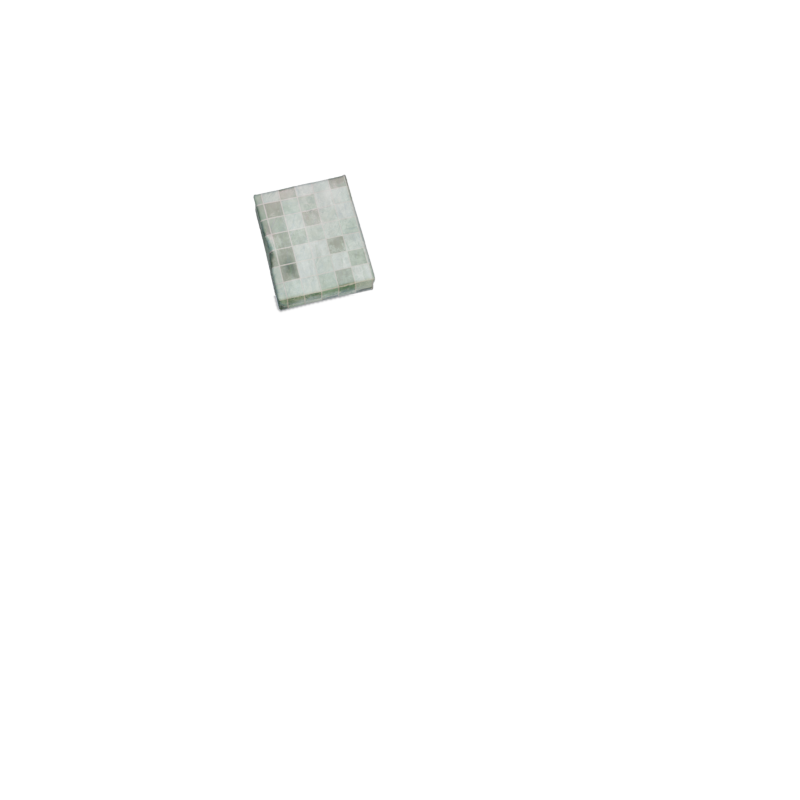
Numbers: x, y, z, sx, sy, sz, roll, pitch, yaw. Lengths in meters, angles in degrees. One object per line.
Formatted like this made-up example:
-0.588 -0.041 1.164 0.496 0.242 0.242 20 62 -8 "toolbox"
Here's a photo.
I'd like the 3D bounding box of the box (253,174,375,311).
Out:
-0.065 -0.119 0.830 0.073 0.094 0.029 -13 -19 -5 "box"
